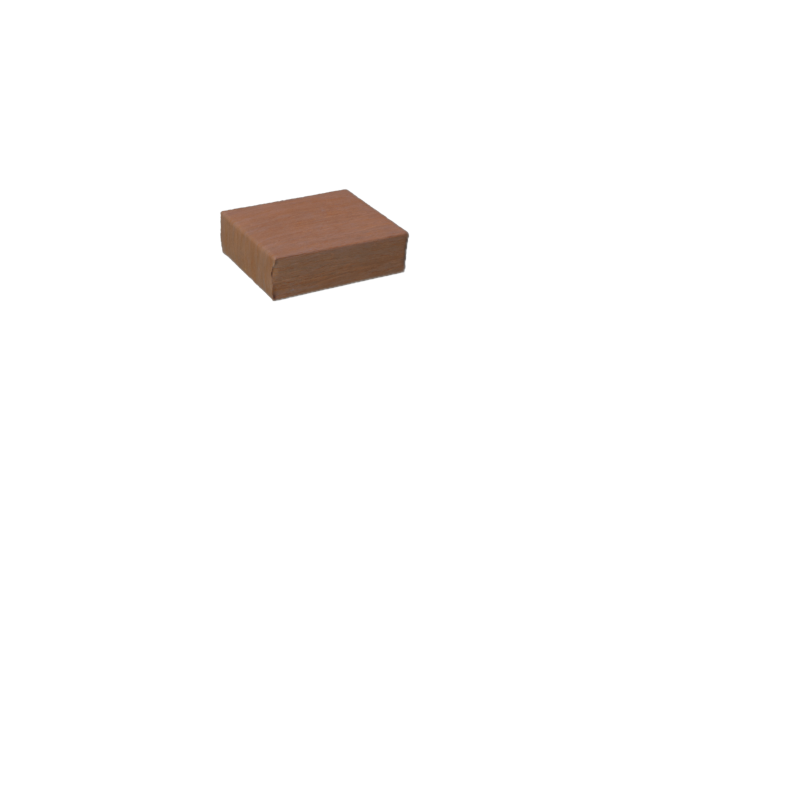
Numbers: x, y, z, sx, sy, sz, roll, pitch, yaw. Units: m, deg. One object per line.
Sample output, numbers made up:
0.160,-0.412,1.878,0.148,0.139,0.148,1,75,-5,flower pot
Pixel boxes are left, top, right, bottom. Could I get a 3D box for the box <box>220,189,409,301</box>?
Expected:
-0.064,-0.117,0.817,0.112,0.037,0.097,-17,35,-26,box
